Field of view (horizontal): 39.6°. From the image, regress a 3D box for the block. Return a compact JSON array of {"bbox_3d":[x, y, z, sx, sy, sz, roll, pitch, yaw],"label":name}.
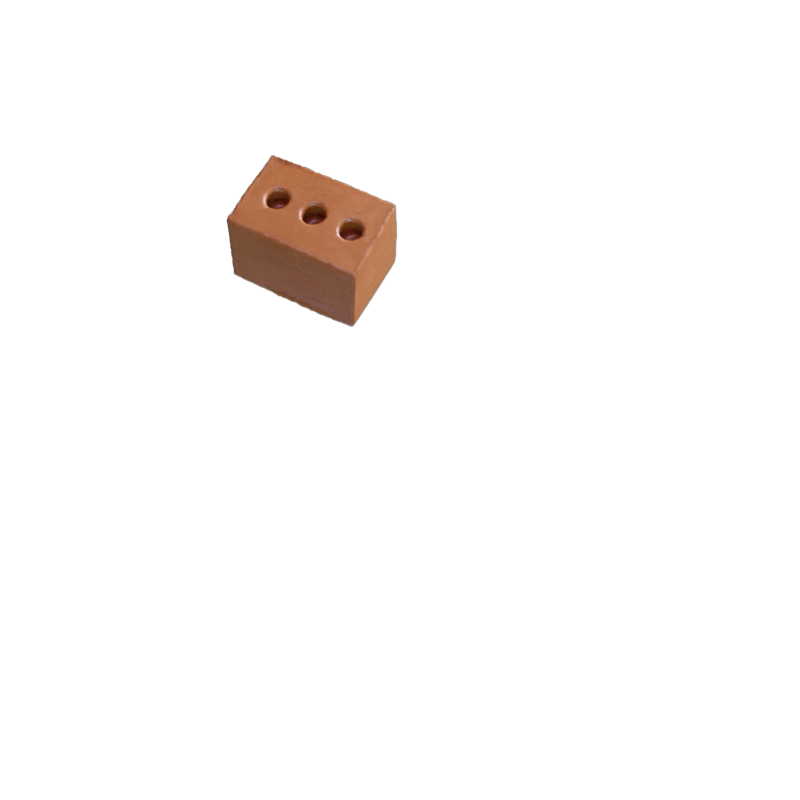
[{"bbox_3d":[-0.047,-0.086,0.599,0.080,0.055,0.048,24,-30,14],"label":"block"}]
